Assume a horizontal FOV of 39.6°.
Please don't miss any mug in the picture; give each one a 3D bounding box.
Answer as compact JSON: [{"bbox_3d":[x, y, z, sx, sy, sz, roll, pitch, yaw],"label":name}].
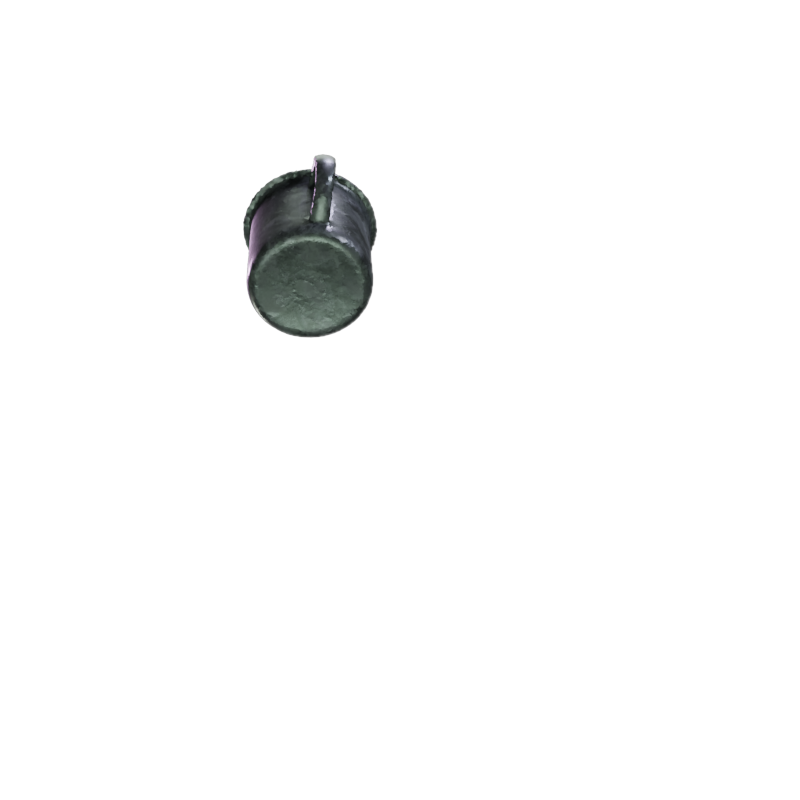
[{"bbox_3d":[-0.057,-0.105,0.733,0.092,0.111,0.087,10,31,-8],"label":"mug"}]
